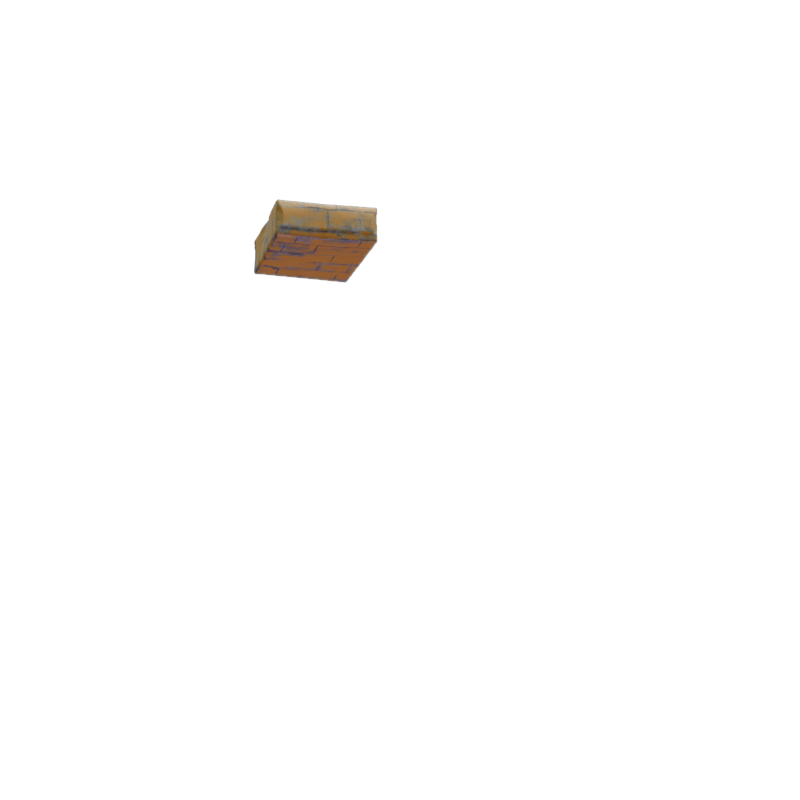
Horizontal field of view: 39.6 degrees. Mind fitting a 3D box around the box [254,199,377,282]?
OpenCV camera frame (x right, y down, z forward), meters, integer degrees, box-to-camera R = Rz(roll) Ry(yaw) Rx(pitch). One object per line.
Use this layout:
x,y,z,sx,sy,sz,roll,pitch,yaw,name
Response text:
-0.063,-0.115,0.807,0.072,0.031,0.087,4,-15,-15,box
